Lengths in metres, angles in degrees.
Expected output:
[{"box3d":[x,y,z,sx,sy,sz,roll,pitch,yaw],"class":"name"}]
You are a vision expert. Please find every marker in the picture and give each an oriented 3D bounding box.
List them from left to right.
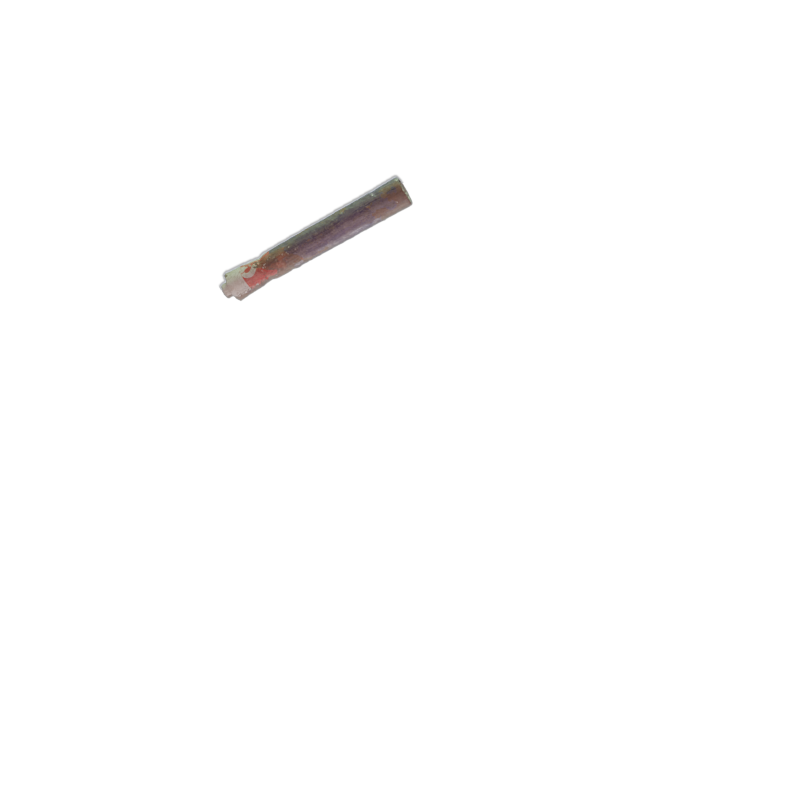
[{"box3d":[-0.050,-0.091,0.636,0.121,0.020,0.020,-28,-1,10],"class":"marker"}]
